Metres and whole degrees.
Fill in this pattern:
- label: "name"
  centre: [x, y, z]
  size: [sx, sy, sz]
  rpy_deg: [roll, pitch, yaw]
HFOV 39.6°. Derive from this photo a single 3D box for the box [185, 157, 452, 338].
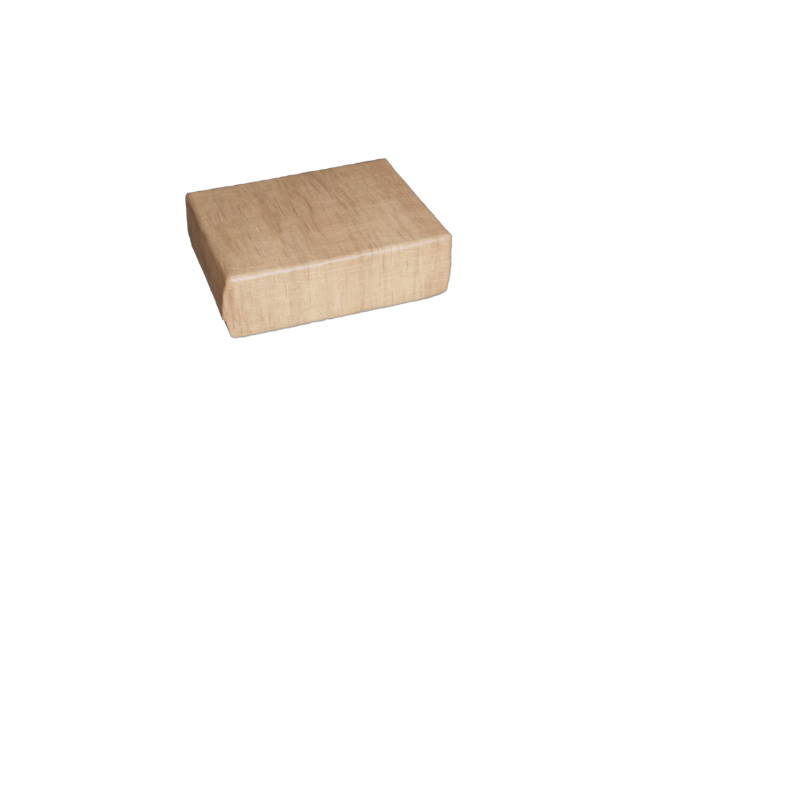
- label: "box"
  centre: [-0.043, -0.078, 0.550]
  size: [0.112, 0.036, 0.097]
  rpy_deg: [-12, 38, -16]
